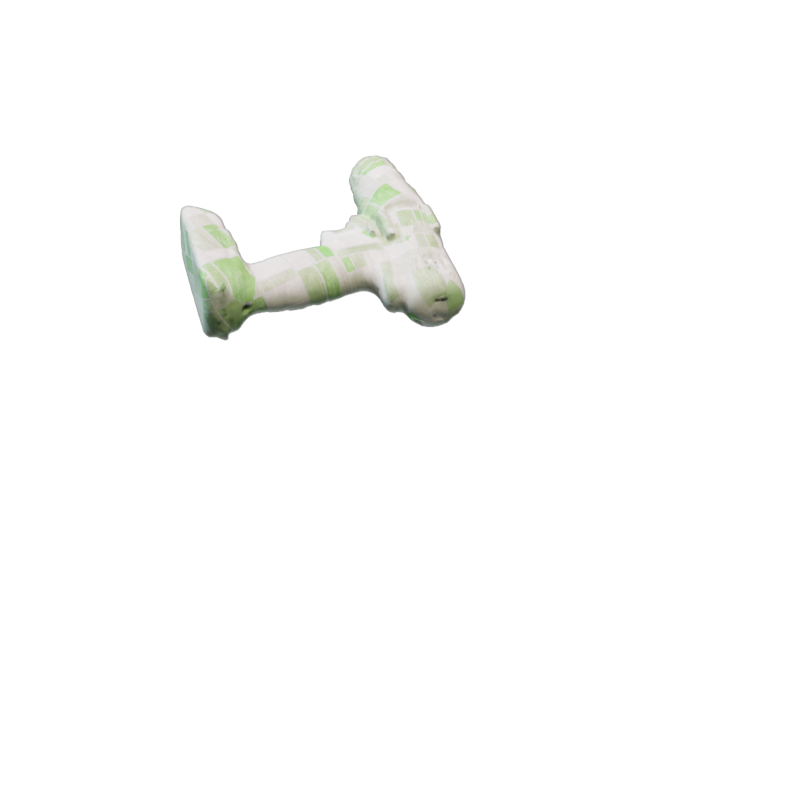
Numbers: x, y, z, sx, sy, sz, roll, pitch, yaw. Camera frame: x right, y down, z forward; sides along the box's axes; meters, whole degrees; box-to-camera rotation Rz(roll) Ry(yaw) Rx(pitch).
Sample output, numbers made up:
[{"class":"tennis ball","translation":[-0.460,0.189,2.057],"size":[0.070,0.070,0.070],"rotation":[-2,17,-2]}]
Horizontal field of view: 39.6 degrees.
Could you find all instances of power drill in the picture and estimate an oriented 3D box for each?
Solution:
[{"class":"power drill","translation":[-0.064,-0.116,0.814],"size":[0.185,0.054,0.200],"rotation":[-10,41,-12]}]
